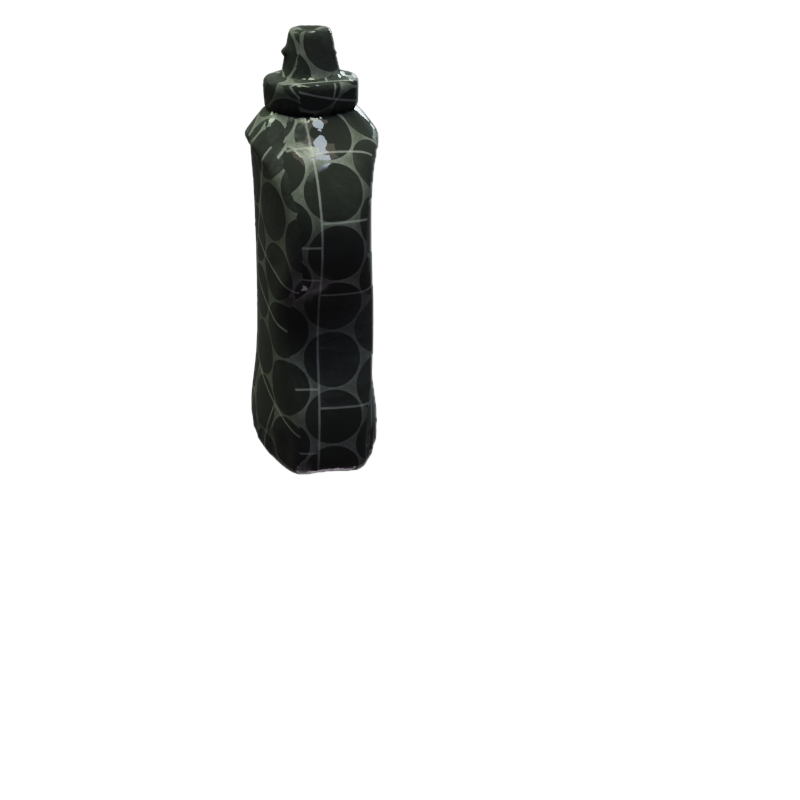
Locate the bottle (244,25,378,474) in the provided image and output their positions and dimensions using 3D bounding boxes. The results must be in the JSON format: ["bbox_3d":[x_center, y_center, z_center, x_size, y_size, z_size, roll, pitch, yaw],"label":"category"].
[{"bbox_3d":[-0.040,-0.071,0.499,0.058,0.183,0.102,-2,22,-10],"label":"bottle"}]
